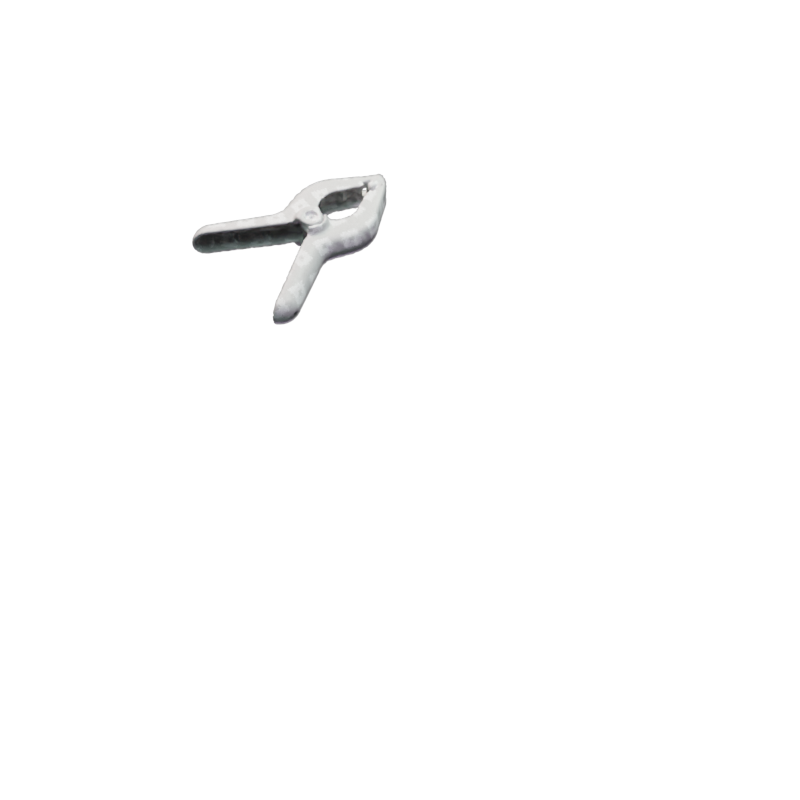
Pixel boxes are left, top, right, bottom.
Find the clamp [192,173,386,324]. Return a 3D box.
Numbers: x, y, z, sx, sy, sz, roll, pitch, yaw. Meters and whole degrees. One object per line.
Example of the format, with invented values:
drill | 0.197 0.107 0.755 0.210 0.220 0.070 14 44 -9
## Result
clamp | -0.072 -0.130 0.914 0.171 0.129 0.037 -28 -30 -18
